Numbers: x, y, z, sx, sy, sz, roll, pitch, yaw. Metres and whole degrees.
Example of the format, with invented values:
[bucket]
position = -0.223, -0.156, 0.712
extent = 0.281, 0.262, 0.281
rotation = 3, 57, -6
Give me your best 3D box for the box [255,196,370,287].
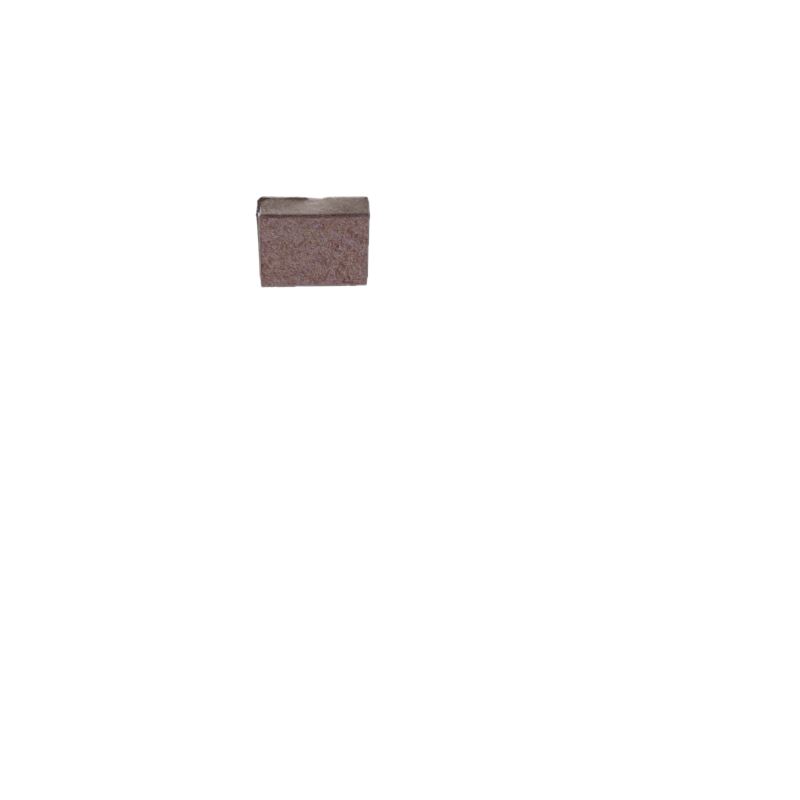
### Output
[box]
position = -0.070, -0.127, 0.889
extent = 0.089, 0.068, 0.032
rotation = 0, 42, -1
